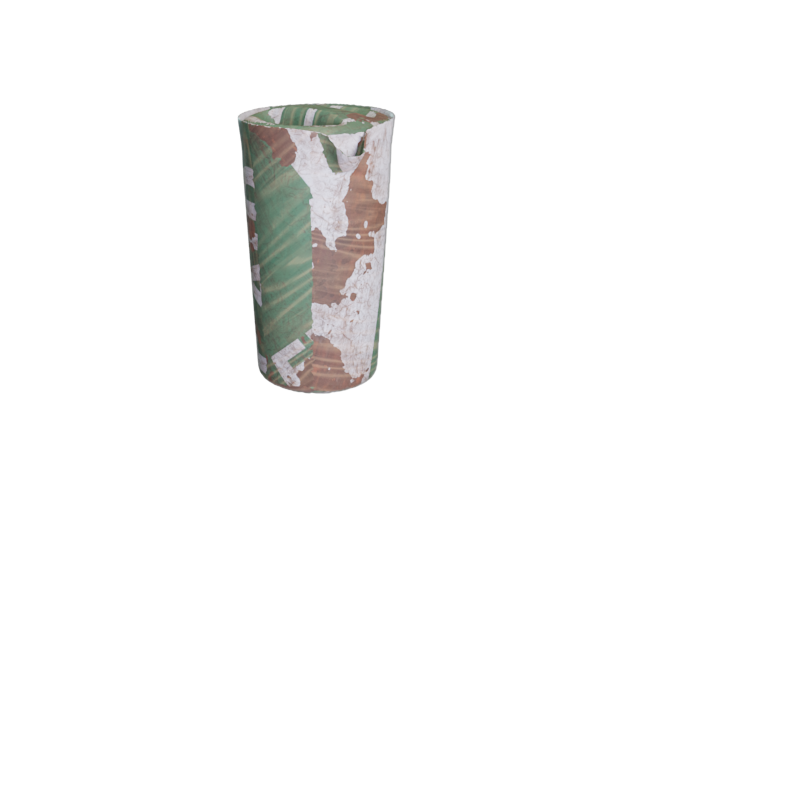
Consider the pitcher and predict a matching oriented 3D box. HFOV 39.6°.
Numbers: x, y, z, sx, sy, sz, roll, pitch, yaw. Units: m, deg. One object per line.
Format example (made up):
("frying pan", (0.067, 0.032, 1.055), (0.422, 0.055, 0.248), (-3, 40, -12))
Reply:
("pitcher", (-0.077, -0.140, 0.978), (0.149, 0.233, 0.151), (8, 20, 19))
